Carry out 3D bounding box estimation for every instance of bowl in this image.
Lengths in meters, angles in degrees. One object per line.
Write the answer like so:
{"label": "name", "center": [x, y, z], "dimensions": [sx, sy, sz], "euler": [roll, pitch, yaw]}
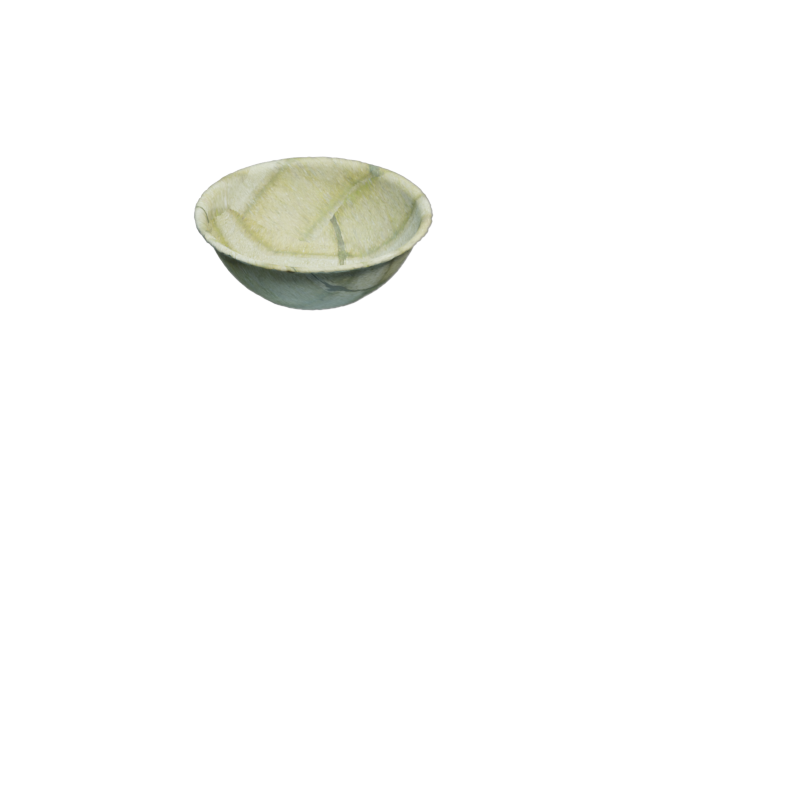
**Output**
{"label": "bowl", "center": [-0.060, -0.109, 0.765], "dimensions": [0.162, 0.052, 0.173], "euler": [-1, 35, -2]}
